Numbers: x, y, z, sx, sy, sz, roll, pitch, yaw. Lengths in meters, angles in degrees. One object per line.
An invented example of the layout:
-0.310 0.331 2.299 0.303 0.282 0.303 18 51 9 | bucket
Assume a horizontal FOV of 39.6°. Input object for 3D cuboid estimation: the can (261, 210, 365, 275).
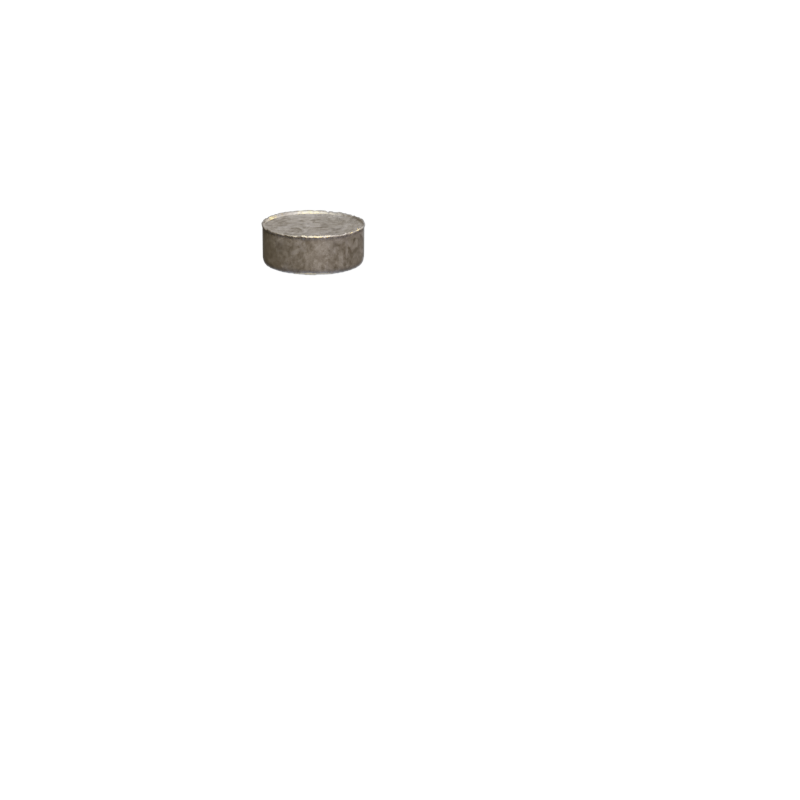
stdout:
-0.072 -0.131 0.918 0.086 0.032 0.090 -1 22 -2 | can
